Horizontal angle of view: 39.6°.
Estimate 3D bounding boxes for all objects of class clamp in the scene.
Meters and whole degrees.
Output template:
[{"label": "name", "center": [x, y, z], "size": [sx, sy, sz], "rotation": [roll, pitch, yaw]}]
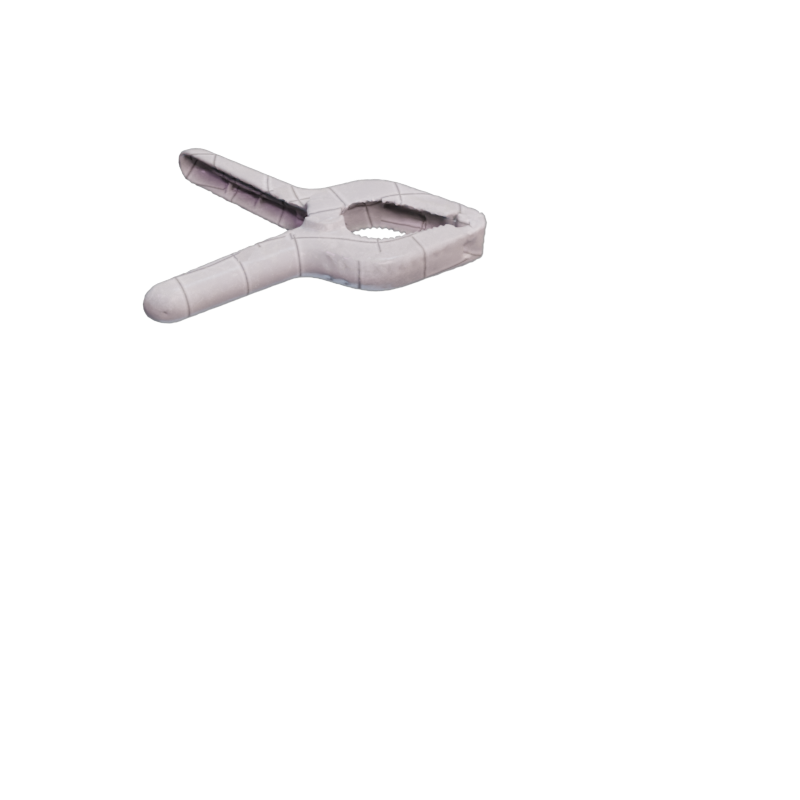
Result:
[{"label": "clamp", "center": [-0.054, -0.098, 0.688], "size": [0.212, 0.034, 0.175], "rotation": [5, 43, 6]}]
